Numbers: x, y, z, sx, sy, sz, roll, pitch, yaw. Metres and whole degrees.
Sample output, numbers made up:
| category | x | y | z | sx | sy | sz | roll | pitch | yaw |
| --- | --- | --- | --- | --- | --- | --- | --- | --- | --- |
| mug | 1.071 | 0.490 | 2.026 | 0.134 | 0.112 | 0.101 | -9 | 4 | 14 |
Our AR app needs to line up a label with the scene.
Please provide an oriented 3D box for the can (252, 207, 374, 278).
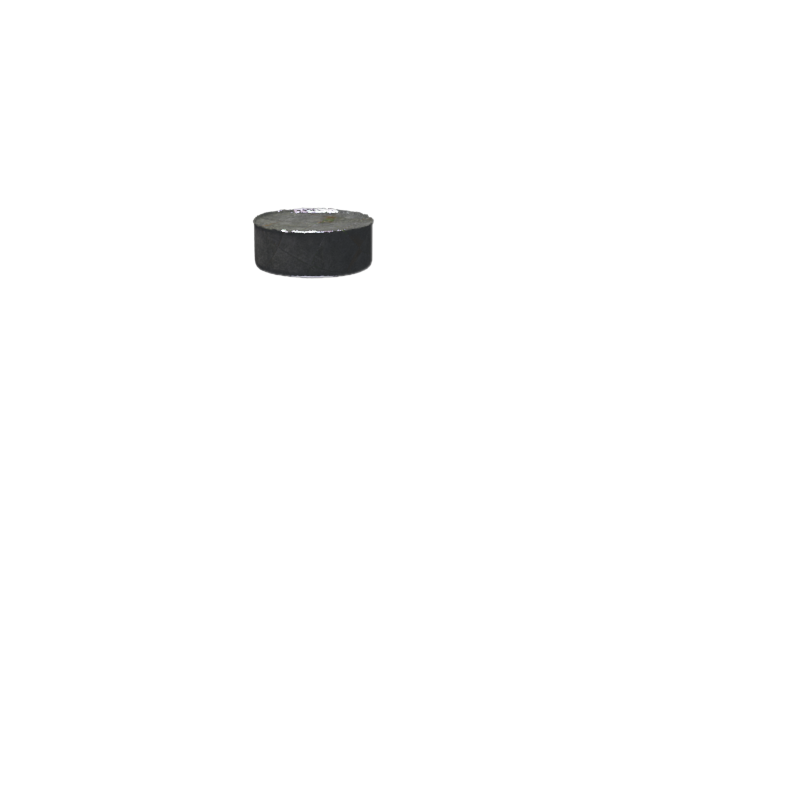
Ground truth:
| category | x | y | z | sx | sy | sz | roll | pitch | yaw |
| --- | --- | --- | --- | --- | --- | --- | --- | --- | --- |
| can | -0.062 | -0.112 | 0.787 | 0.086 | 0.032 | 0.089 | -1 | 19 | -2 |
